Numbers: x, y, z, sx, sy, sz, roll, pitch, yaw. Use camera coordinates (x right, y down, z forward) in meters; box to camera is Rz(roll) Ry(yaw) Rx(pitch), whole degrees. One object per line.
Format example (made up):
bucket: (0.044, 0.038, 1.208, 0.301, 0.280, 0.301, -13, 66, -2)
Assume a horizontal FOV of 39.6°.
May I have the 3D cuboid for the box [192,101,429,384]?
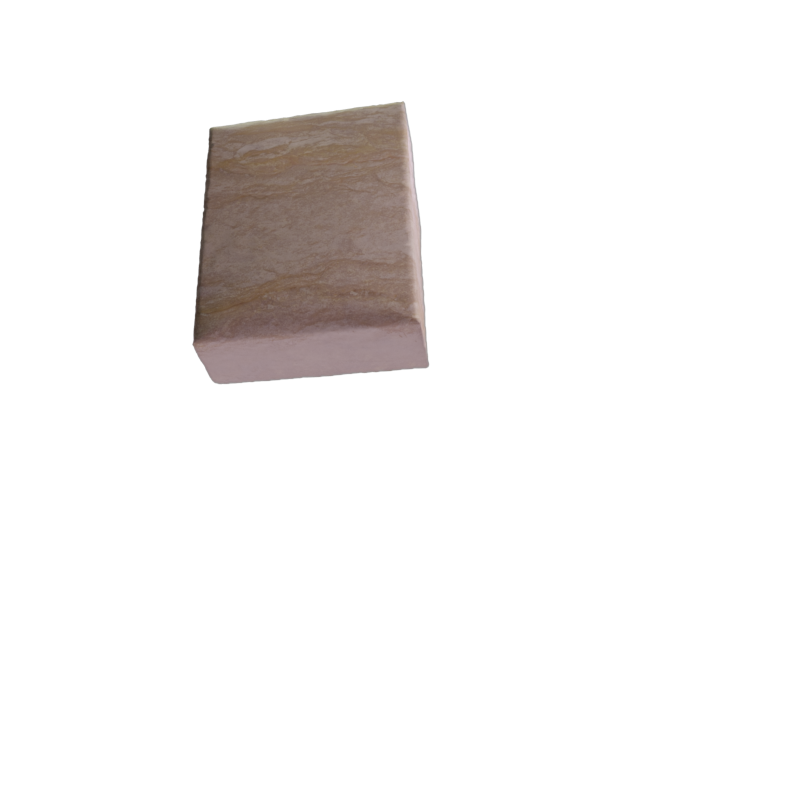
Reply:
box: (-0.067, -0.122, 0.856, 0.165, 0.229, 0.066, -7, -35, 7)
